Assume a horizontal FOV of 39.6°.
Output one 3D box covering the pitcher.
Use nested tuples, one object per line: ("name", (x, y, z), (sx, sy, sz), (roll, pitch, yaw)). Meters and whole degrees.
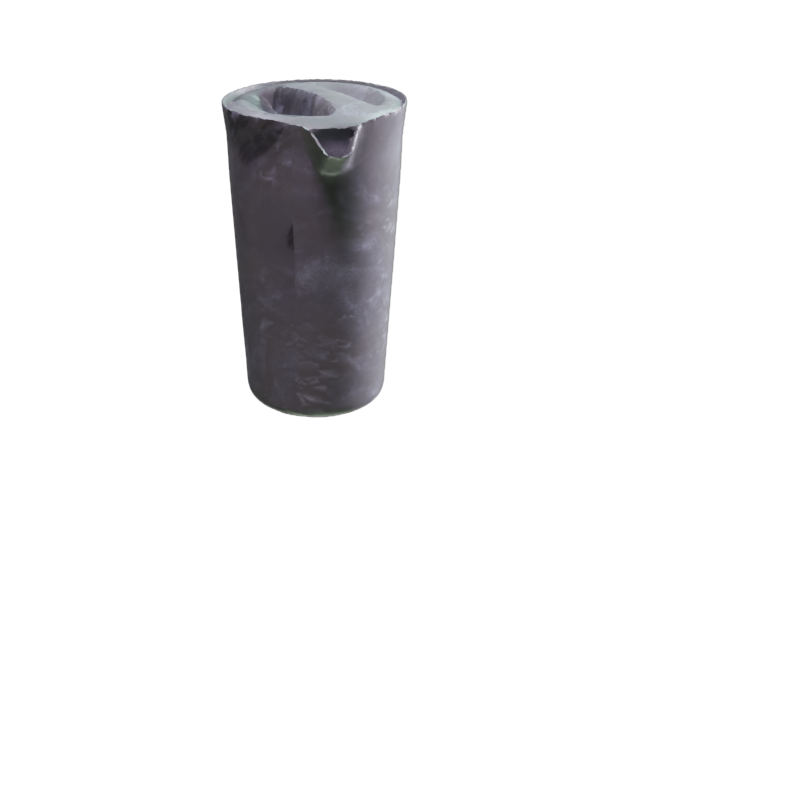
("pitcher", (-0.066, -0.121, 0.846), (0.152, 0.231, 0.150), (14, 27, 27))
